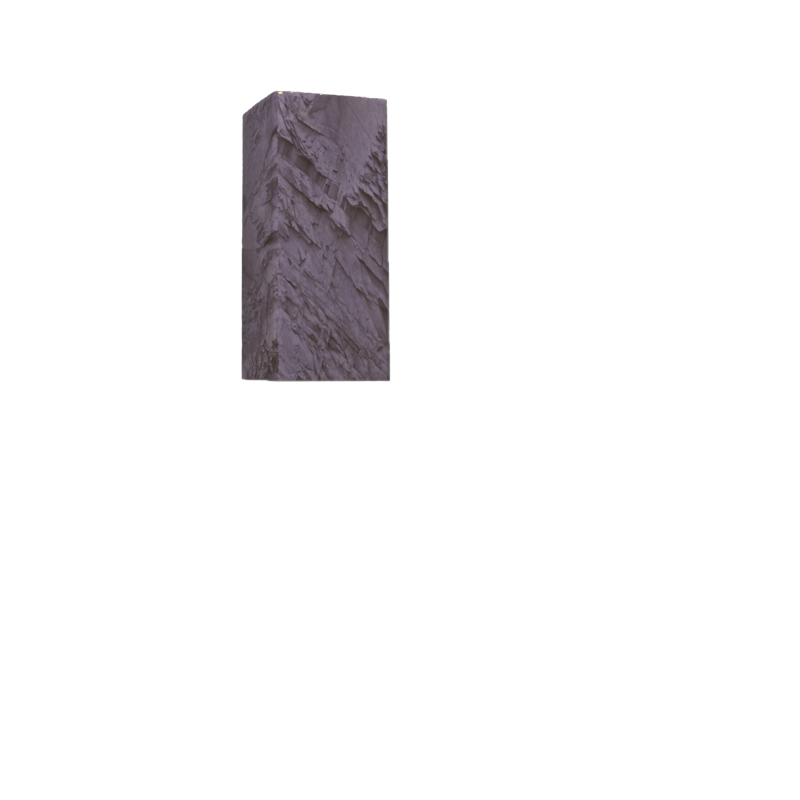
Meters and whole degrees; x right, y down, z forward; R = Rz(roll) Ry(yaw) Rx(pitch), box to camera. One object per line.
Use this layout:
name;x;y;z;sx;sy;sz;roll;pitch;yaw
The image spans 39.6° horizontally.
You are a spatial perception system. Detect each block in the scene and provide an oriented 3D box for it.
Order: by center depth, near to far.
block;-0.065;-0.119;0.830;0.088;0.209;0.091;2;-5;-22
